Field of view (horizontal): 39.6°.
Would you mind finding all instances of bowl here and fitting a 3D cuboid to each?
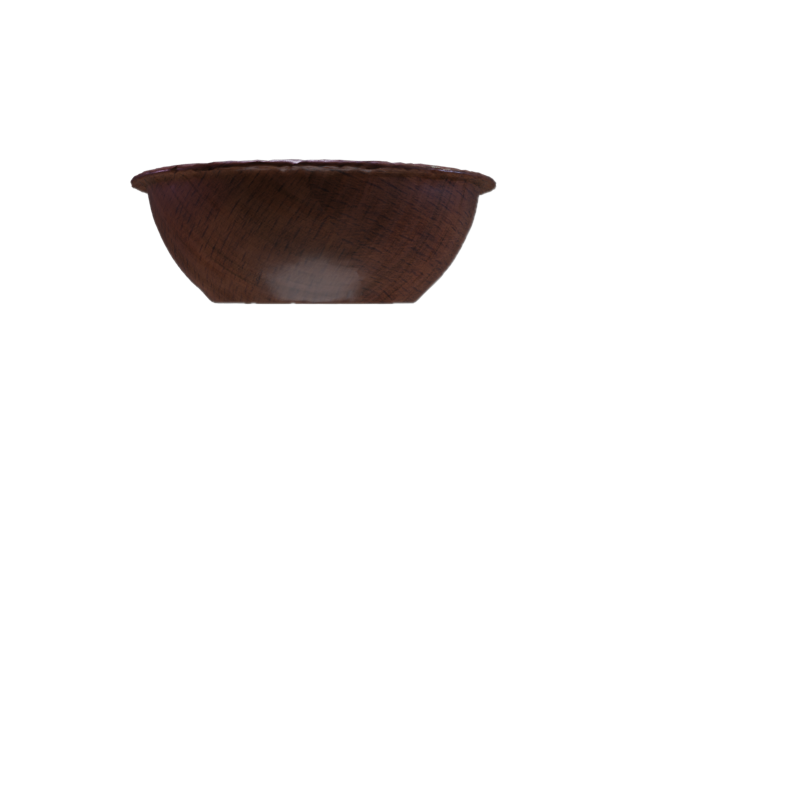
[{"bbox_3d":[-0.039,-0.070,0.494,0.162,0.055,0.163,0,4,-2],"label":"bowl"}]
